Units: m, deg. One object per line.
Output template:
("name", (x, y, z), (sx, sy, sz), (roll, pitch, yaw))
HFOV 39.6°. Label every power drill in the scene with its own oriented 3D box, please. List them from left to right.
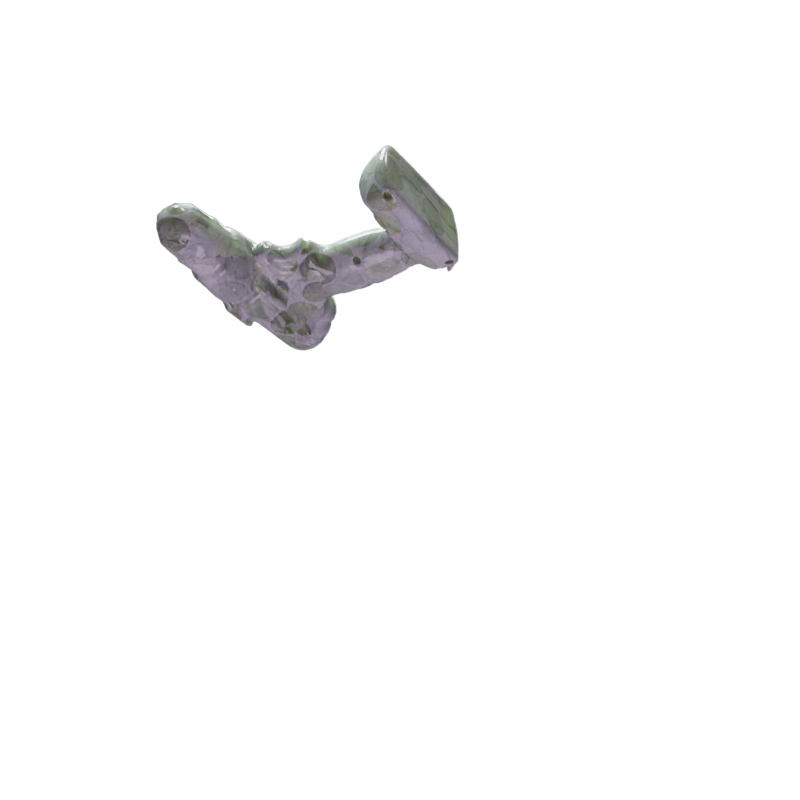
("power drill", (-0.066, -0.120, 0.839), (0.189, 0.061, 0.171), (-22, -39, 29))
